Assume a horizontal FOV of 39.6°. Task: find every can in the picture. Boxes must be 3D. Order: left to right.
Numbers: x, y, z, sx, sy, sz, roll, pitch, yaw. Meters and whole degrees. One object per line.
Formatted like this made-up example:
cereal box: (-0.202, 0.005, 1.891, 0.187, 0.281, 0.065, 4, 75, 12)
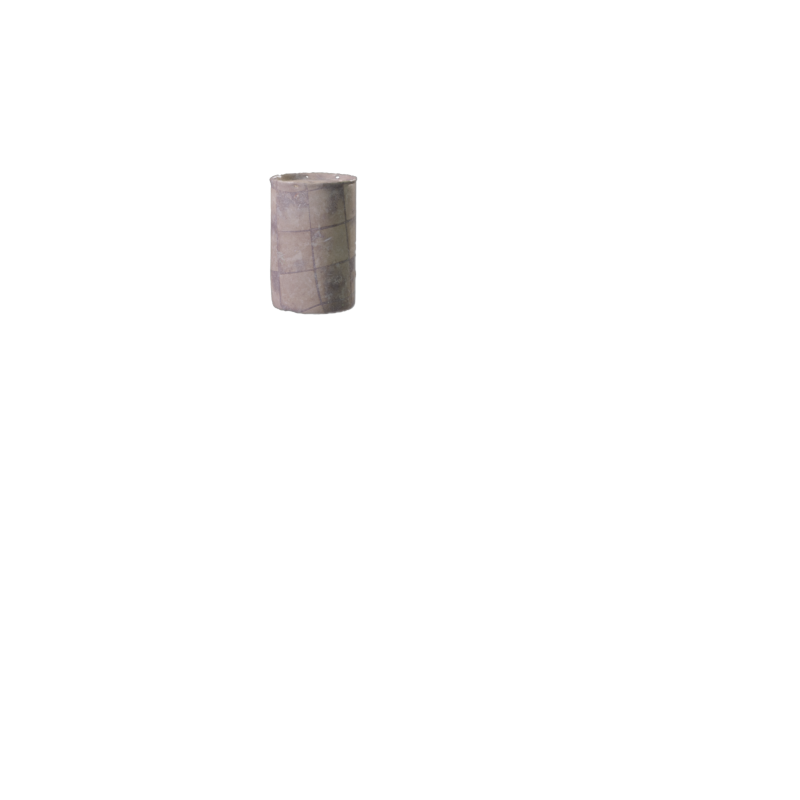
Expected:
can: (-0.068, -0.124, 0.866, 0.068, 0.100, 0.071, 0, 12, -2)
